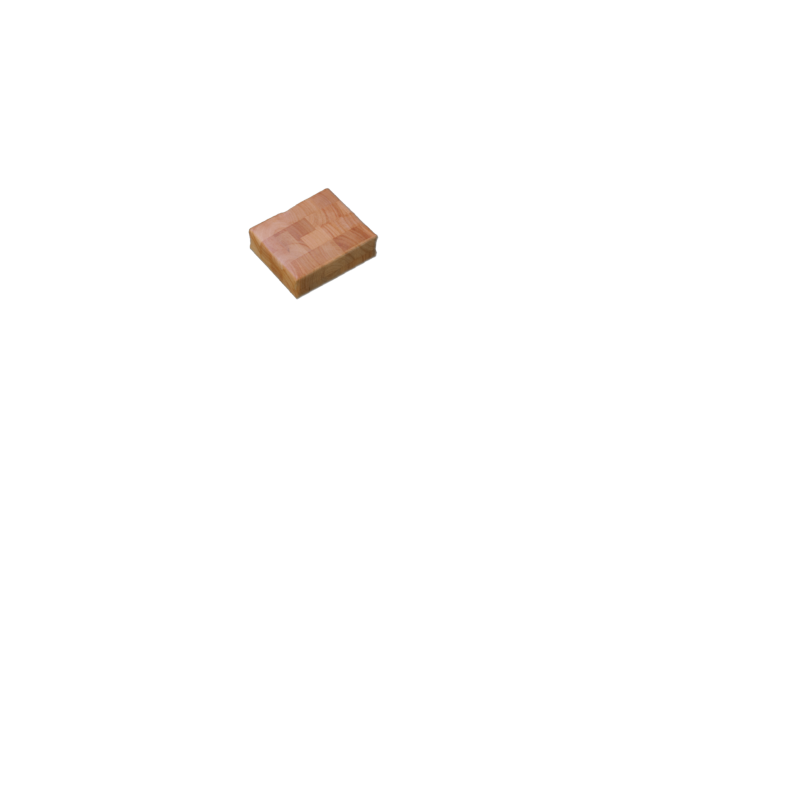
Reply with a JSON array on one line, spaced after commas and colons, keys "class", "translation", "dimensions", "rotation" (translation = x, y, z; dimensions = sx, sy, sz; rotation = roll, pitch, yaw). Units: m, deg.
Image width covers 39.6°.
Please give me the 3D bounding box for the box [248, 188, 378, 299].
[{"class": "box", "translation": [-0.075, -0.138, 0.963], "dimensions": [0.089, 0.078, 0.028], "rotation": [-31, -32, -22]}]
